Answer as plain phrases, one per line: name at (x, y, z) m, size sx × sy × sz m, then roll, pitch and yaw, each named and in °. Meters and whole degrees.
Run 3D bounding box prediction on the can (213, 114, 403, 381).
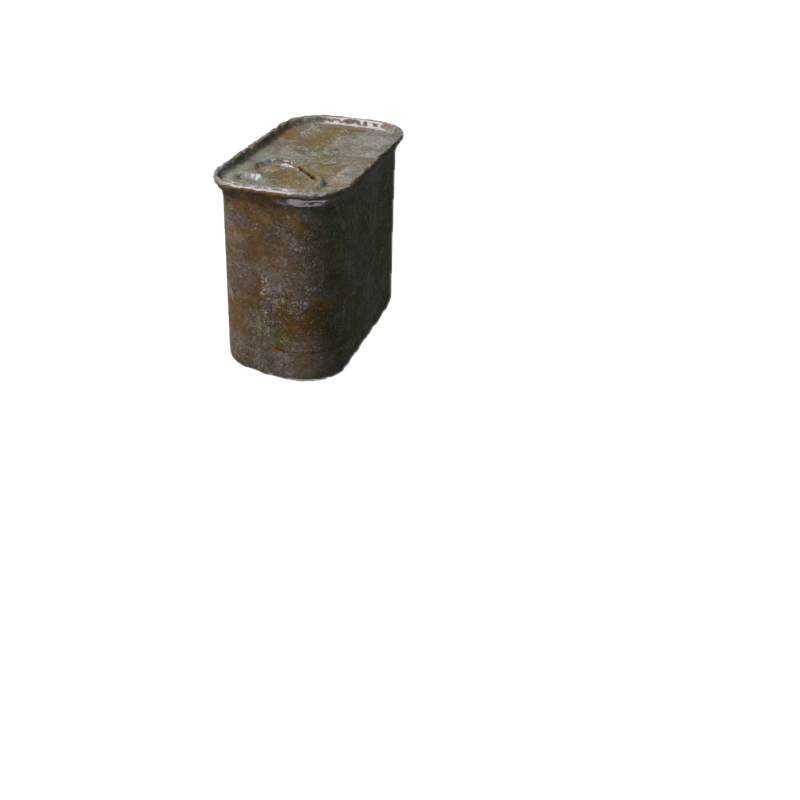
can at (-0.037, -0.068, 0.478) m, size 0.059 × 0.079 × 0.105 m, roll 9°, pitch 28°, yaw 15°
